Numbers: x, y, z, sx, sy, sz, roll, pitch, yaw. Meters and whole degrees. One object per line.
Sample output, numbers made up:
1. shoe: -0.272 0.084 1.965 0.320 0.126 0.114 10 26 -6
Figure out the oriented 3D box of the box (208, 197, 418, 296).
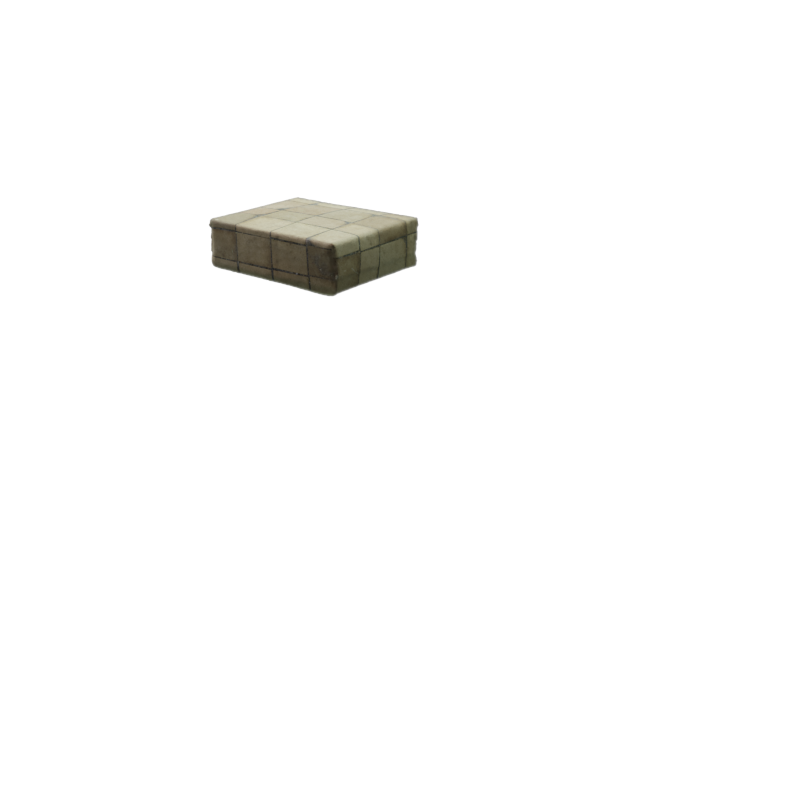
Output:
1. box: -0.059 -0.107 0.747 0.120 0.037 0.089 18 28 36
